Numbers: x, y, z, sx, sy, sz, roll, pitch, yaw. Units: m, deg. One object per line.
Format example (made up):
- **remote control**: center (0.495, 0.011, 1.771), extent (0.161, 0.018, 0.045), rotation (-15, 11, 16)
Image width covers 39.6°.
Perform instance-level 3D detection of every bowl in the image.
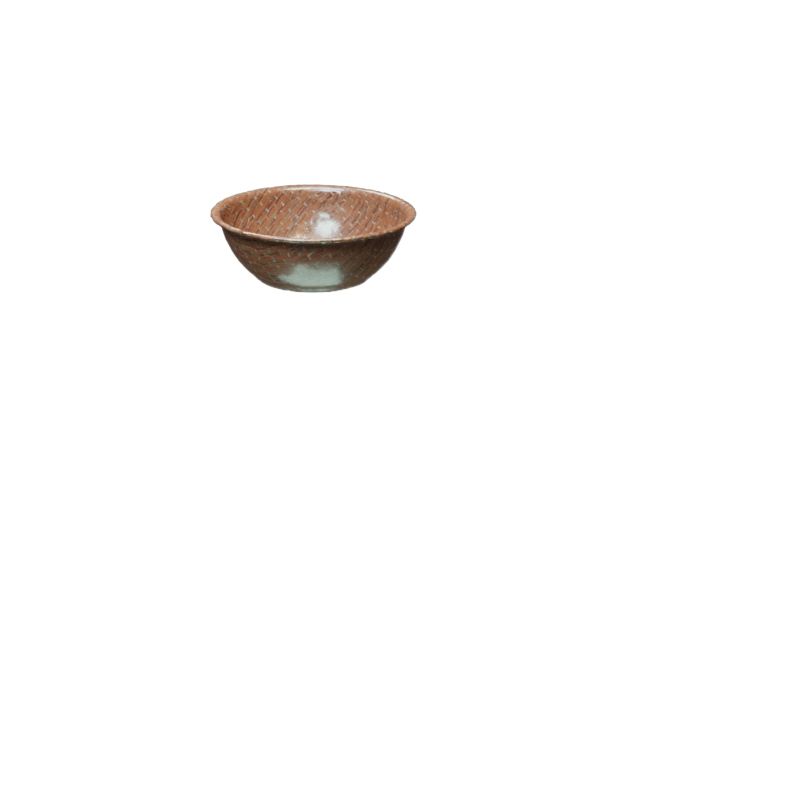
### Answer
- **bowl**: center (-0.069, -0.125, 0.877), extent (0.162, 0.053, 0.170), rotation (-1, 23, -2)
